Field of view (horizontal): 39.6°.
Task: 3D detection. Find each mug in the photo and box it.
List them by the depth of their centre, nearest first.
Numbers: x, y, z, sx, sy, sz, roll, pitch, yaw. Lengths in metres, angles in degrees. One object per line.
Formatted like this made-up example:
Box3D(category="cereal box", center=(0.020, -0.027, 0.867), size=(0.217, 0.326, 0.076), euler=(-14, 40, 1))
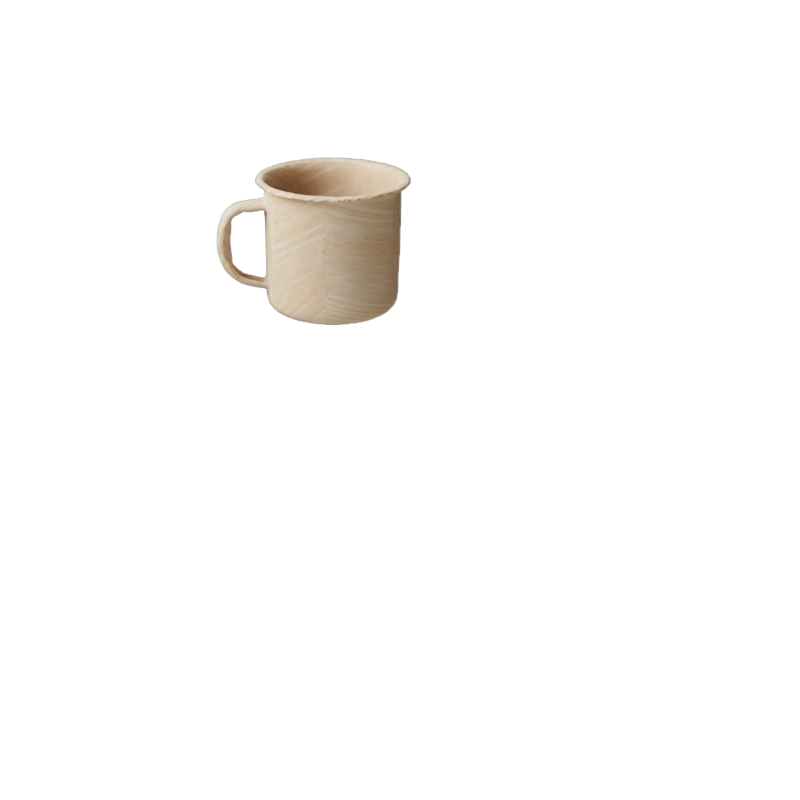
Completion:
Box3D(category="mug", center=(-0.053, -0.096, 0.672), size=(0.115, 0.078, 0.099), euler=(-5, 24, -12))
